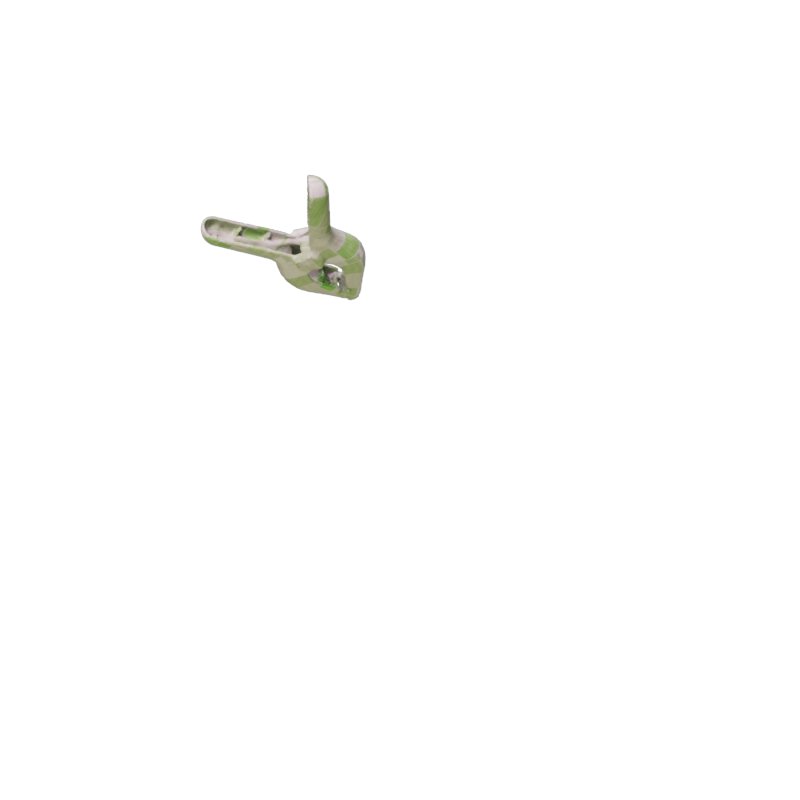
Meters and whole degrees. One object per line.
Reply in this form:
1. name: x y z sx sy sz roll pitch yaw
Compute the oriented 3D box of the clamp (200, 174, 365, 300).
1. clamp: -0.076 -0.138 0.967 0.122 0.041 0.160 -17 -27 35
